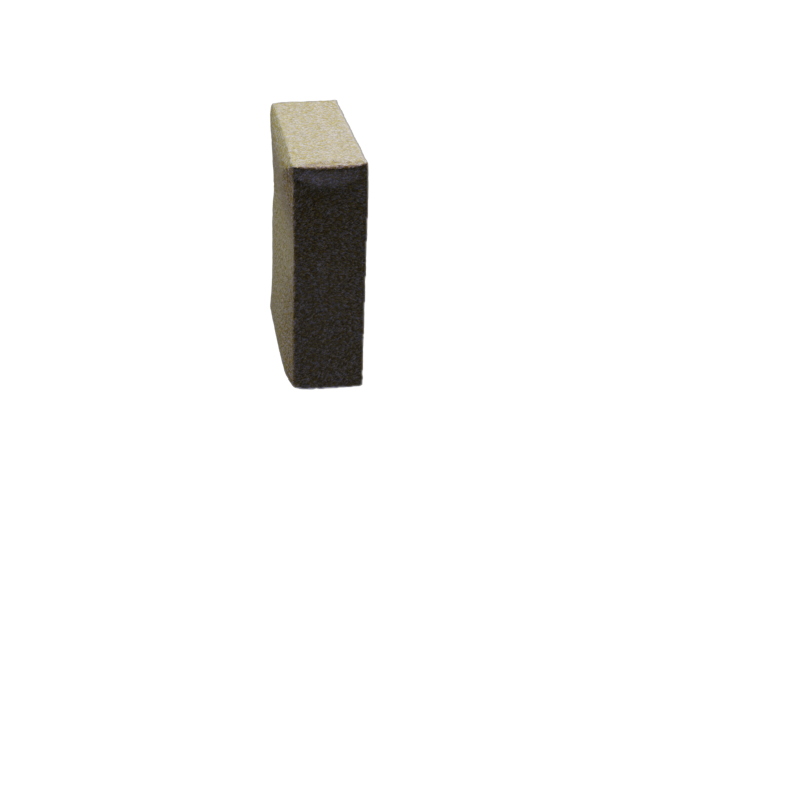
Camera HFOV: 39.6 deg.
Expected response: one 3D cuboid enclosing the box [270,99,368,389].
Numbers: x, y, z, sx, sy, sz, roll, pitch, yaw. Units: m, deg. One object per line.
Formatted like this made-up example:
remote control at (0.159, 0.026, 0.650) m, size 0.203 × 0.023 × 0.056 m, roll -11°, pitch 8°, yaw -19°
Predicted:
box at (-0.078, -0.142, 0.994) m, size 0.071 × 0.202 × 0.176 m, roll -4°, pitch 29°, yaw -11°
